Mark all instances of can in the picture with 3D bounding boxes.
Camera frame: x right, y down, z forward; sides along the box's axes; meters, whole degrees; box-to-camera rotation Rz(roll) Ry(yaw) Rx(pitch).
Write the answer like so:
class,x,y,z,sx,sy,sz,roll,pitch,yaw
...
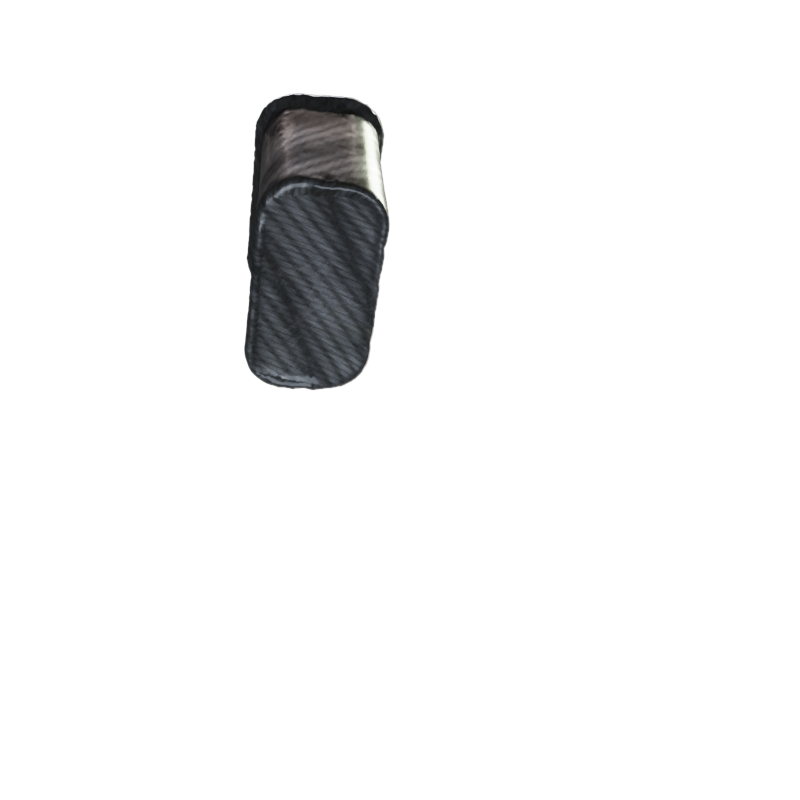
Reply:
class,x,y,z,sx,sy,sz,roll,pitch,yaw
can,-0.037,-0.067,0.472,0.057,0.096,0.089,4,32,-6
